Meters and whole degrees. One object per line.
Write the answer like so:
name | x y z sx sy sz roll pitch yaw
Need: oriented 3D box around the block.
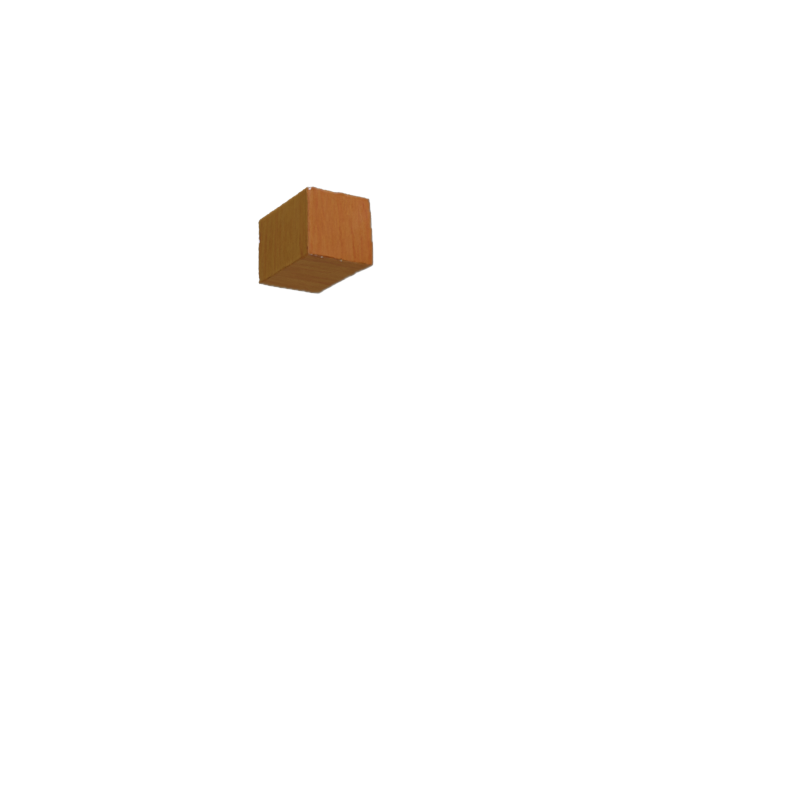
block | -0.062 -0.113 0.789 0.050 0.053 0.078 9 -17 -32
